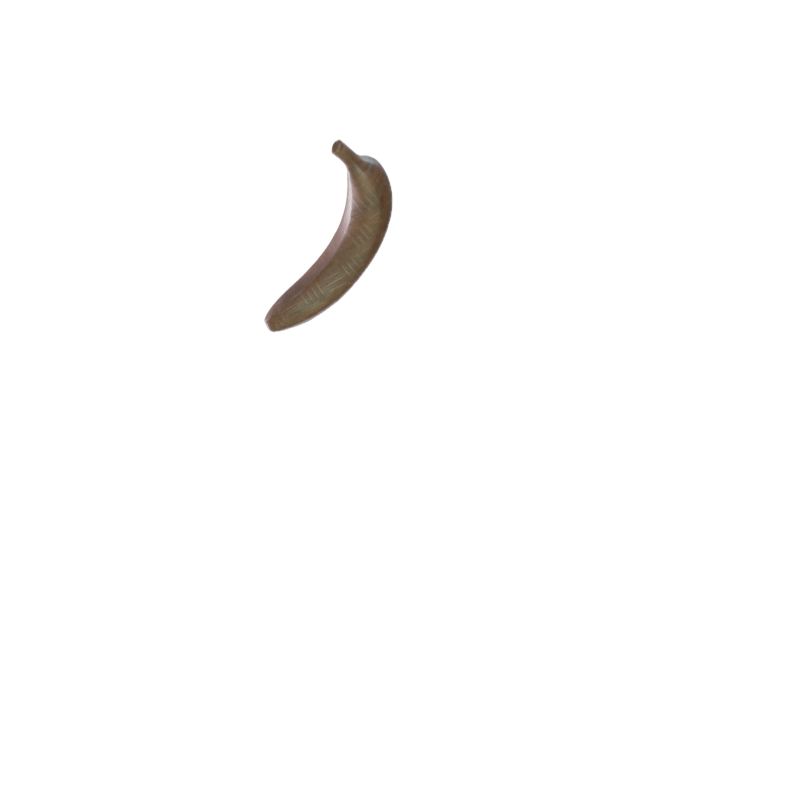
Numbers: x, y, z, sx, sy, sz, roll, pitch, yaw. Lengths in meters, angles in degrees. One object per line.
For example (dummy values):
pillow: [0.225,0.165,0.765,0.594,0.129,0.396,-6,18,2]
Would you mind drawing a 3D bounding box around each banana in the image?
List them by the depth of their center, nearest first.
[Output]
banana: [-0.052,-0.127,0.898,0.068,0.189,0.039,16,37,-13]
